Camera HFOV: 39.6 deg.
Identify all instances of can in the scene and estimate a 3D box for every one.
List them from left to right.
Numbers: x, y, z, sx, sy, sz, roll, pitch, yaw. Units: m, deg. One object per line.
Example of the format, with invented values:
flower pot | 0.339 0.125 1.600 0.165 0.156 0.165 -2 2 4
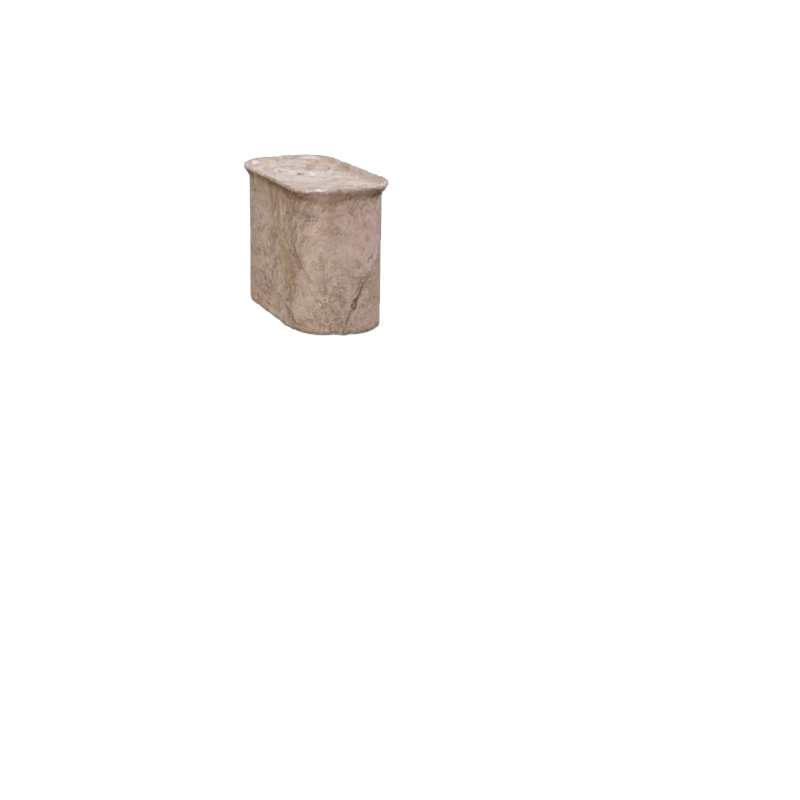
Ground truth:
can | -0.050 -0.091 0.636 0.056 0.081 0.108 -8 21 -26
